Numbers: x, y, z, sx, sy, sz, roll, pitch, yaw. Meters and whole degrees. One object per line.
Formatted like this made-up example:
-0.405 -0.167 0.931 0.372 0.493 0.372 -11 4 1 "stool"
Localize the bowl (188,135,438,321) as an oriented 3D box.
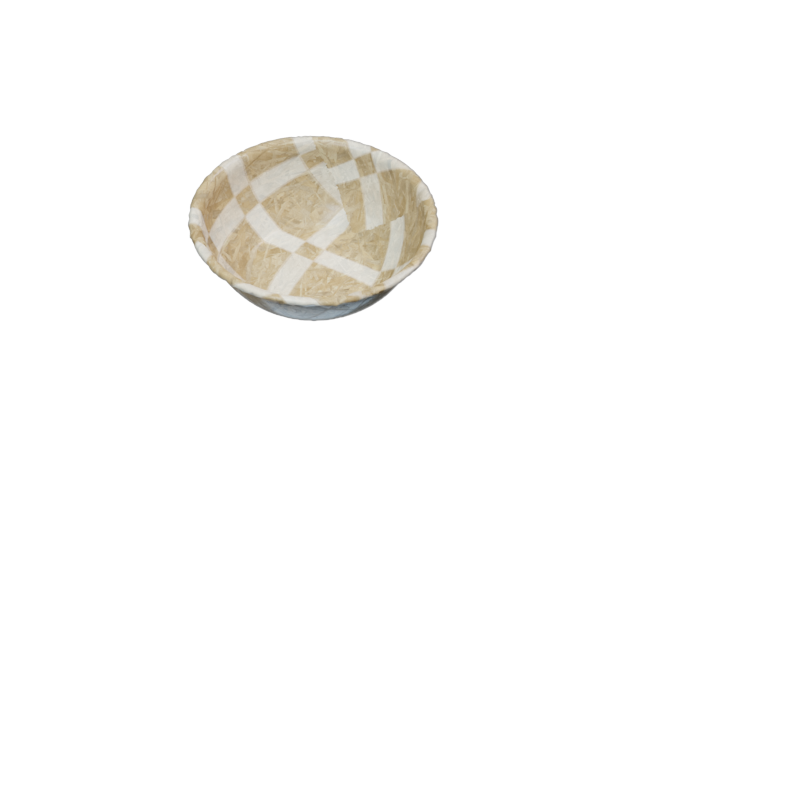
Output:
-0.058 -0.105 0.736 0.162 0.174 0.051 -1 -42 -1 "bowl"
